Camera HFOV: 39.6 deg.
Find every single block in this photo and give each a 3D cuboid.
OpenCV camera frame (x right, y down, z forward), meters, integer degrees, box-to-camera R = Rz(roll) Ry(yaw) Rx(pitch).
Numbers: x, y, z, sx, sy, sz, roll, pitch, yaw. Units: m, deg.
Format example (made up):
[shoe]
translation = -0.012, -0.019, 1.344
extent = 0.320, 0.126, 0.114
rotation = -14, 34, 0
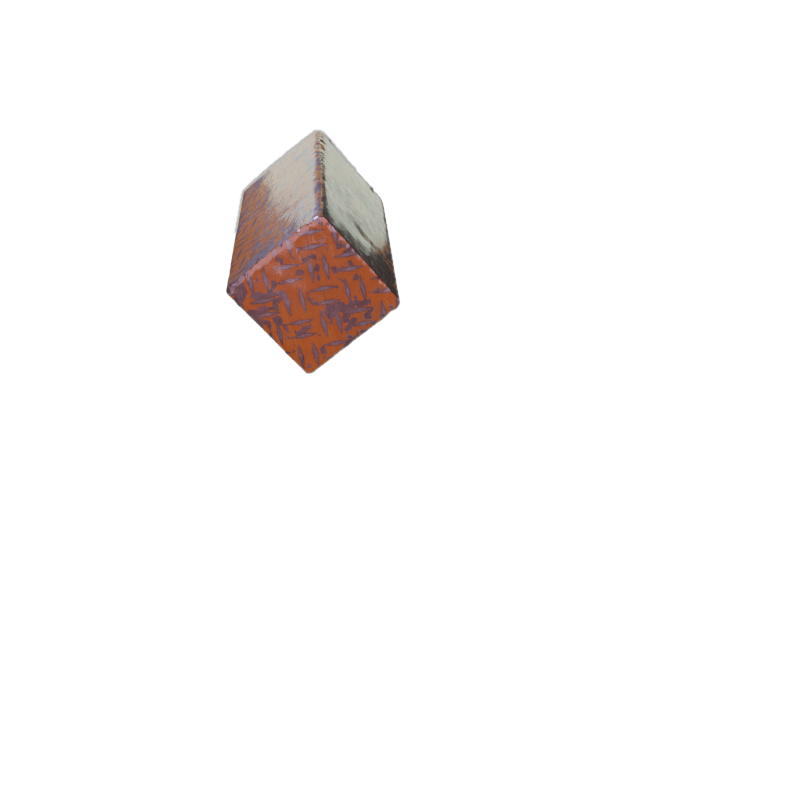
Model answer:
[block]
translation = -0.067, -0.124, 0.863
extent = 0.090, 0.086, 0.218
rotation = -37, 24, 15
